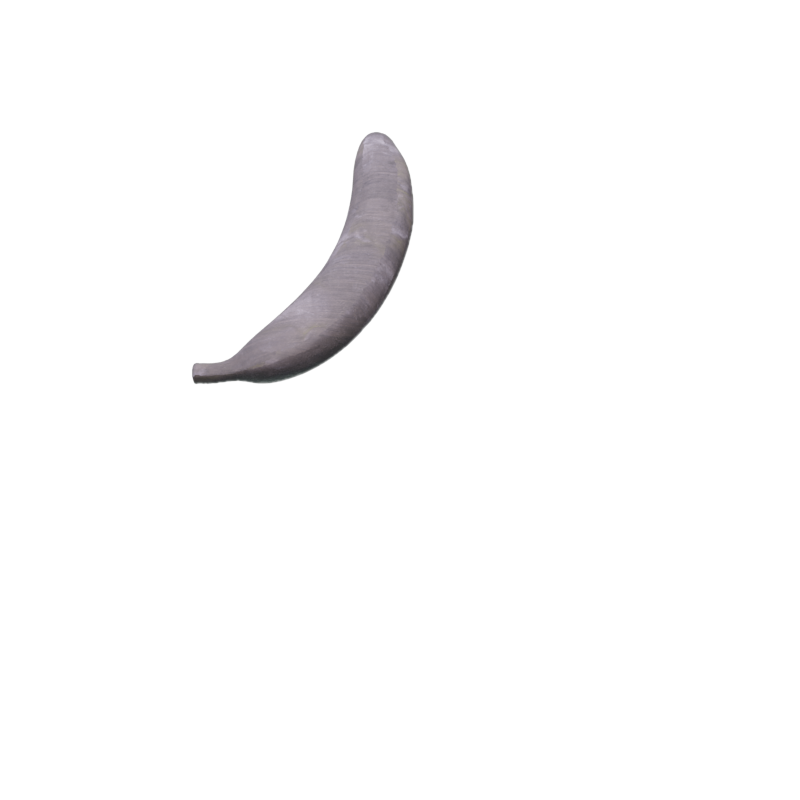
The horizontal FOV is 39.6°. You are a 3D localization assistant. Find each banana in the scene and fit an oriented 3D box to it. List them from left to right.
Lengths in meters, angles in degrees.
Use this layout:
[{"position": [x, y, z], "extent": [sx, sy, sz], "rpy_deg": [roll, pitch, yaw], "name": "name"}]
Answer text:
[{"position": [-0.034, -0.077, 0.606], "extent": [0.072, 0.204, 0.034], "rpy_deg": [23, -33, 15], "name": "banana"}]
